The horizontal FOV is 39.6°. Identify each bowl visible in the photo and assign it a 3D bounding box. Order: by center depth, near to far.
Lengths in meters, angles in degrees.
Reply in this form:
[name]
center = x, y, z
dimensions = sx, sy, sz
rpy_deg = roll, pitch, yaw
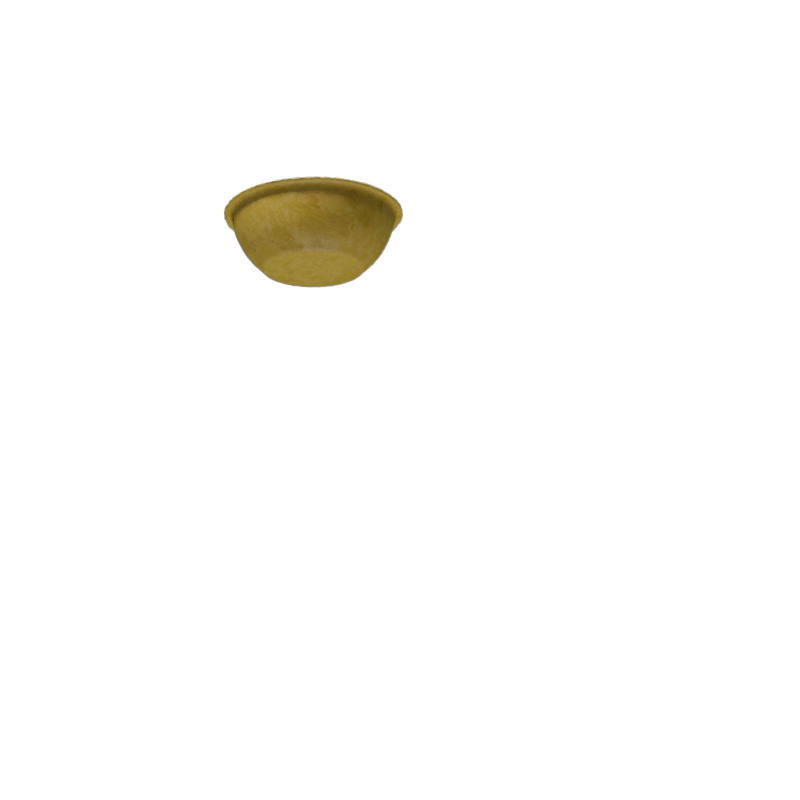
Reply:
[bowl]
center = -0.078, -0.141, 0.991
dimensions = 0.162, 0.058, 0.155
rpy_deg = 0, -17, -2
